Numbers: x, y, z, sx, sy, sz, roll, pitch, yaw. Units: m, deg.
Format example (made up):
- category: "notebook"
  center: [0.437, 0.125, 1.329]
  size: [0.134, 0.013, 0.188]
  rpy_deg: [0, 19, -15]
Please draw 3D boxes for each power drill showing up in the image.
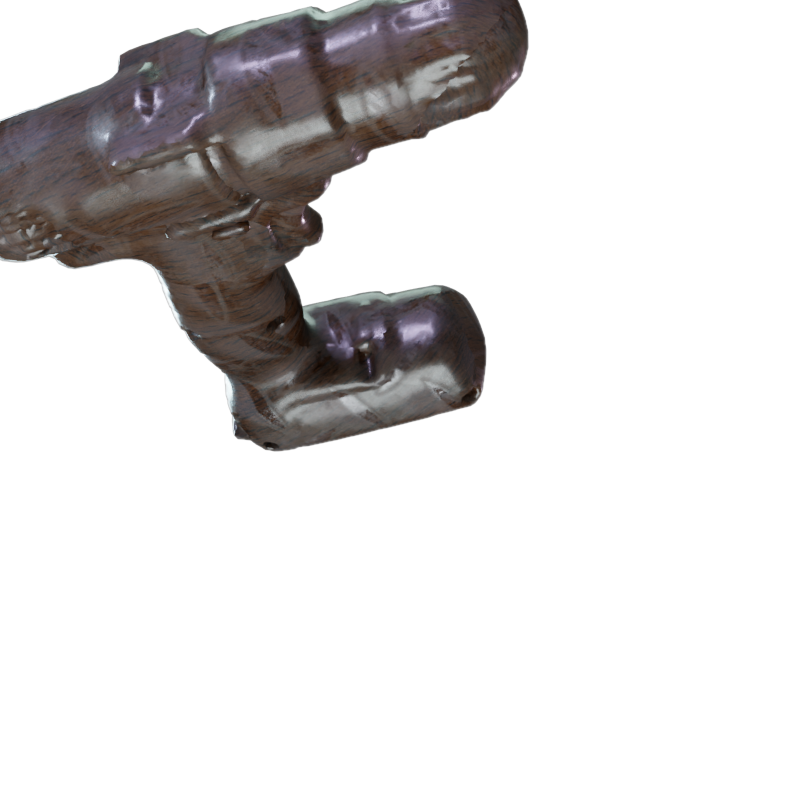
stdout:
- category: "power drill"
  center: [-0.030, -0.055, 0.385]
  size: [0.187, 0.061, 0.173]
  rpy_deg: [-12, -35, 17]
